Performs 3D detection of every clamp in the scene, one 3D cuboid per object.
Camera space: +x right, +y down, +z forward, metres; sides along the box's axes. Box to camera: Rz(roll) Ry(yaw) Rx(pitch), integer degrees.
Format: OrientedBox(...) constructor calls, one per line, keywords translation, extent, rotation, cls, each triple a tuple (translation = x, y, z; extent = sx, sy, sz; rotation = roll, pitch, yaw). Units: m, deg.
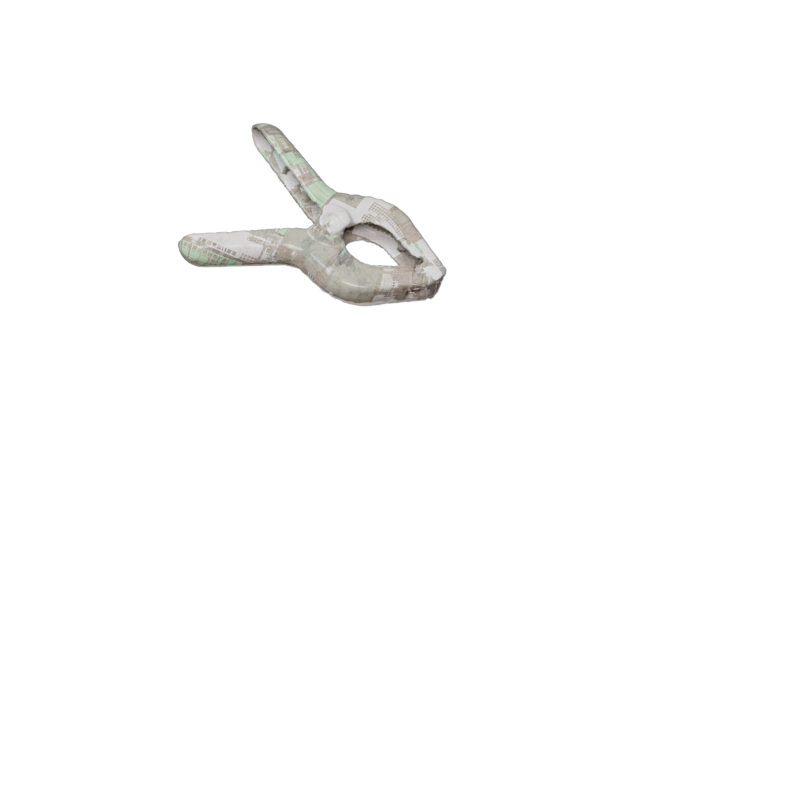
OrientedBox(translation=(-0.057, -0.105, 0.733), extent=(0.177, 0.123, 0.037), rotation=(31, -22, 14), cls="clamp")
